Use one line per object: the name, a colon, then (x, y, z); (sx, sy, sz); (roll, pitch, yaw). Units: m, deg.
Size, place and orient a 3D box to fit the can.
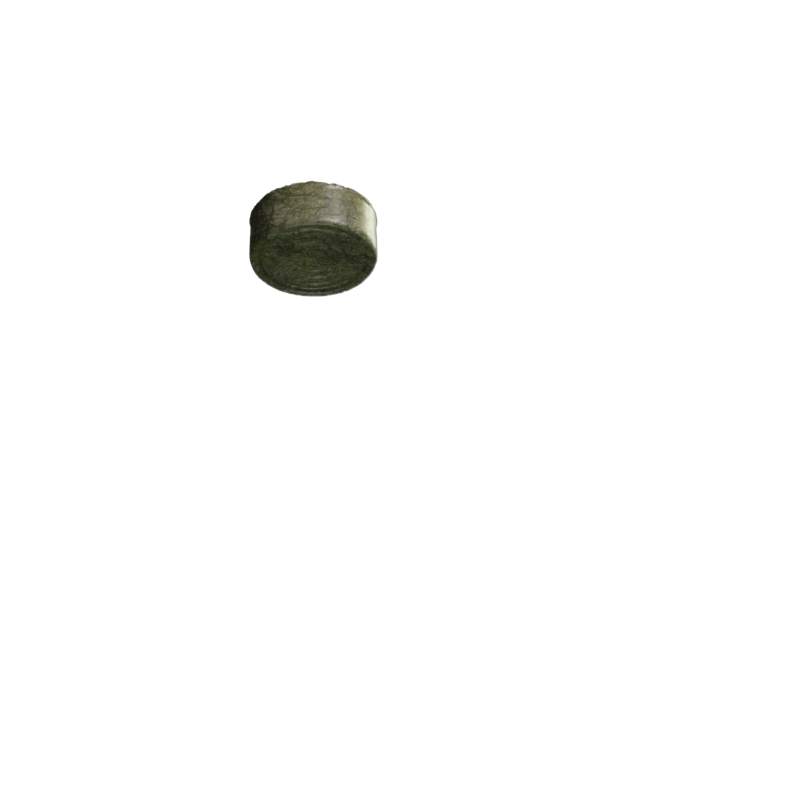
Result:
can: (-0.057, -0.105, 0.733); (0.086, 0.036, 0.080); (1, -32, -2)
